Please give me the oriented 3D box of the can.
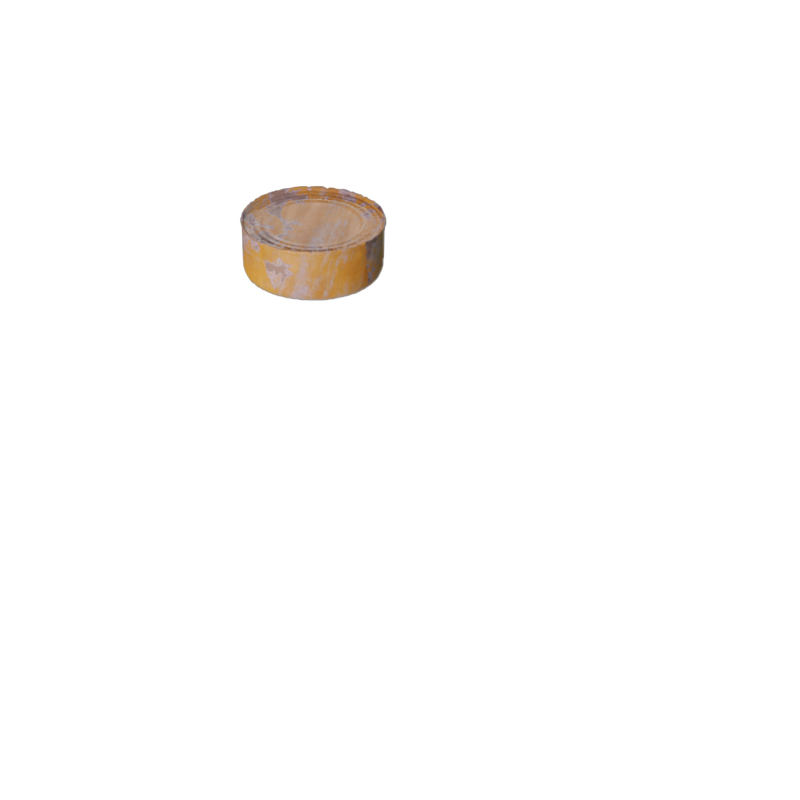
[{"bbox_3d":[-0.051,-0.094,0.657,0.086,0.031,0.092,-1,34,-2],"label":"can"}]
